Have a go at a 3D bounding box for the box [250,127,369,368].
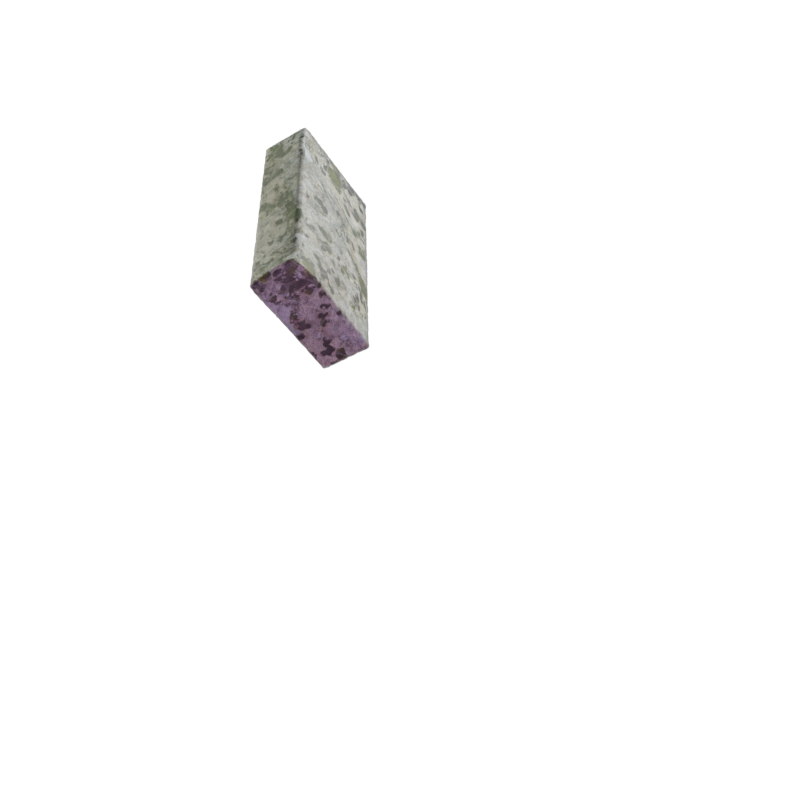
[{"bbox_3d":[-0.065,-0.117,0.825,0.048,0.087,0.189,-29,35,18],"label":"box"}]
